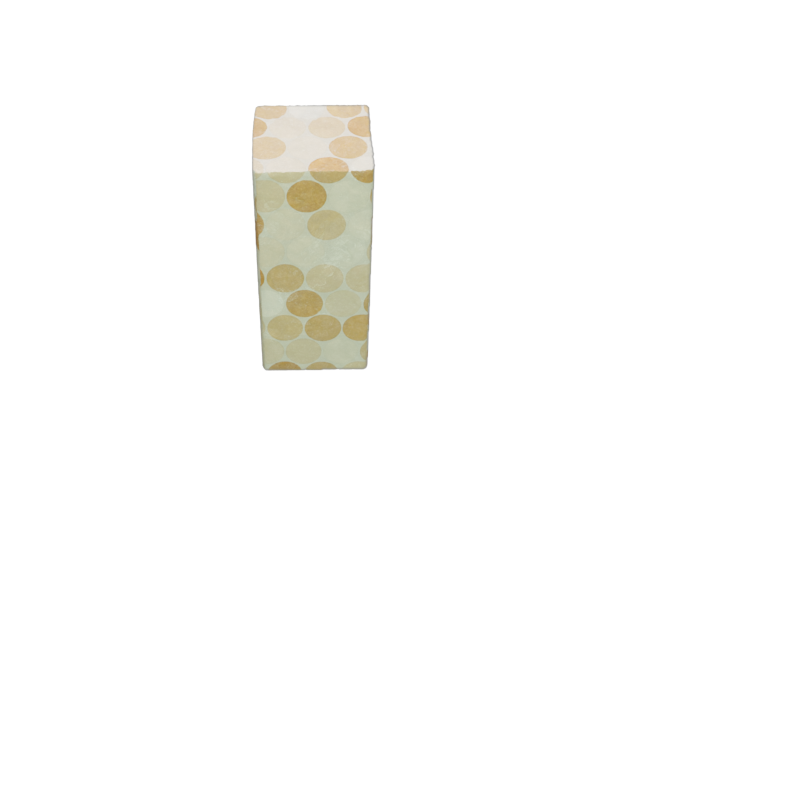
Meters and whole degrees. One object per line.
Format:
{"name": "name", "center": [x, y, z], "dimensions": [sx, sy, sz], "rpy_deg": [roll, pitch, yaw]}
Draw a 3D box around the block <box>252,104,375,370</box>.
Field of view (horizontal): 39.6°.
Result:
{"name": "block", "center": [-0.070, -0.127, 0.892], "dimensions": [0.090, 0.192, 0.097], "rpy_deg": [0, 44, -4]}
